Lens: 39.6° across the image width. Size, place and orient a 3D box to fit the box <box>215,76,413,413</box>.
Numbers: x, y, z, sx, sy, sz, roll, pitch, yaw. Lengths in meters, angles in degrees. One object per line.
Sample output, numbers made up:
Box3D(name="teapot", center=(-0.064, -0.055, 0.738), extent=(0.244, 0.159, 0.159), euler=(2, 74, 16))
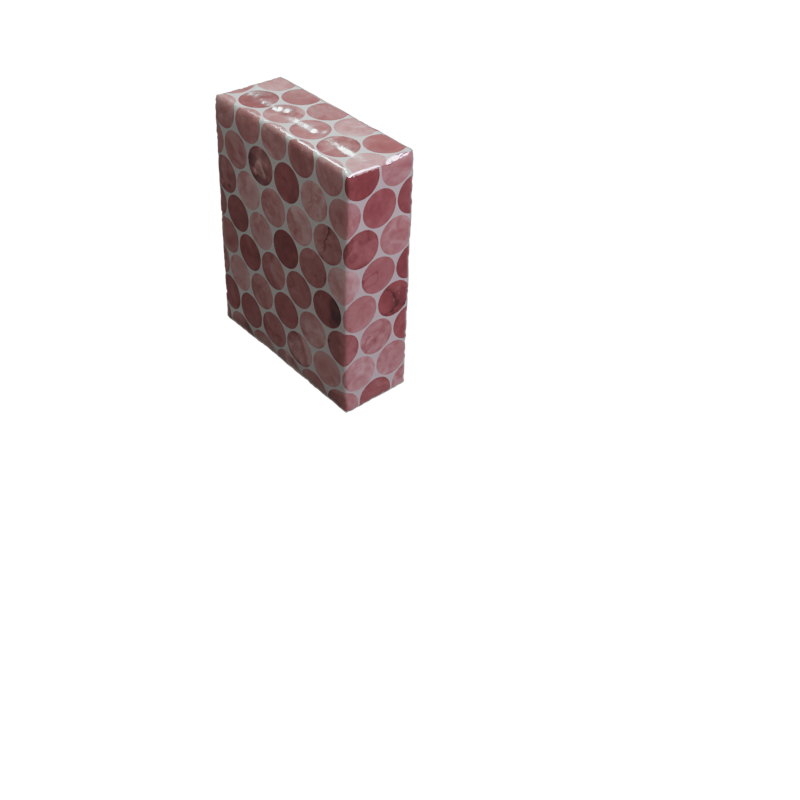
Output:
Box3D(name="box", center=(-0.068, -0.124, 0.867), extent=(0.071, 0.200, 0.176), euler=(-23, 43, -32))
